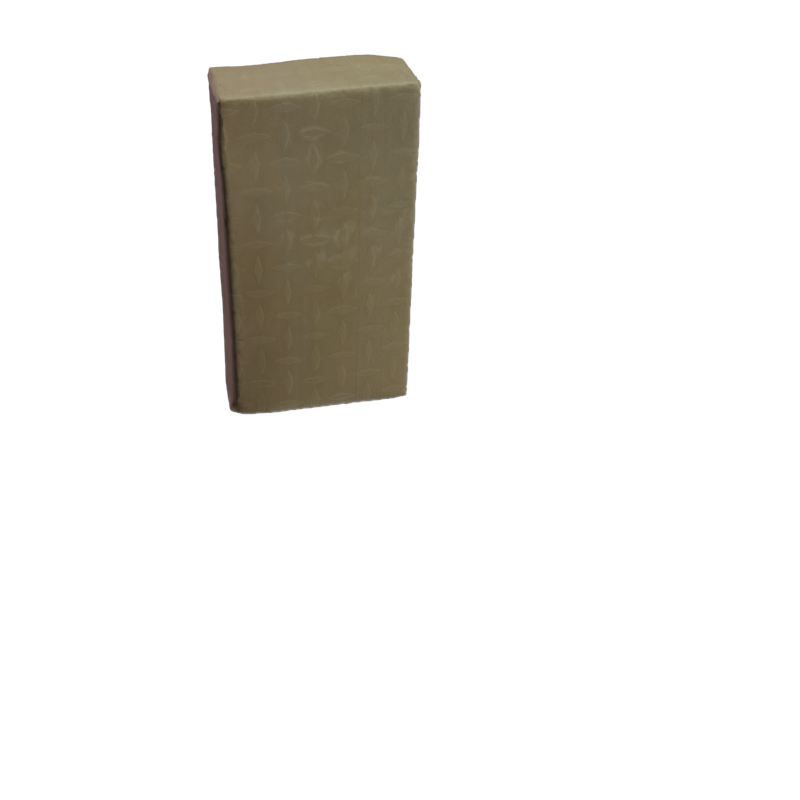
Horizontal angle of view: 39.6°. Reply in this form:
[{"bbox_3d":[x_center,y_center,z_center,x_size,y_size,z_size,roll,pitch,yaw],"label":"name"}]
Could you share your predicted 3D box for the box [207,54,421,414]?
[{"bbox_3d":[-0.042,-0.077,0.537,0.092,0.166,0.052,-5,32,-11],"label":"box"}]
